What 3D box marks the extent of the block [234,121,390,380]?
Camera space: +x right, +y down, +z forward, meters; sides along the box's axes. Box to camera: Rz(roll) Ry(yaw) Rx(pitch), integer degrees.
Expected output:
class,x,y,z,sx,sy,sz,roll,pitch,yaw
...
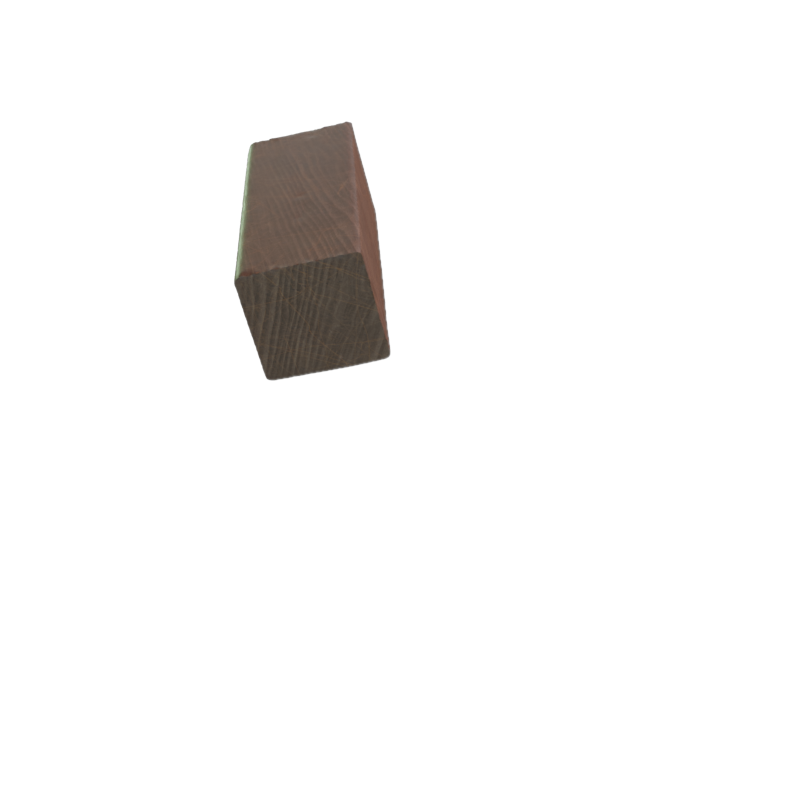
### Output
class,x,y,z,sx,sy,sz,roll,pitch,yaw
block,-0.066,-0.118,0.831,0.090,0.084,0.220,-12,36,5
